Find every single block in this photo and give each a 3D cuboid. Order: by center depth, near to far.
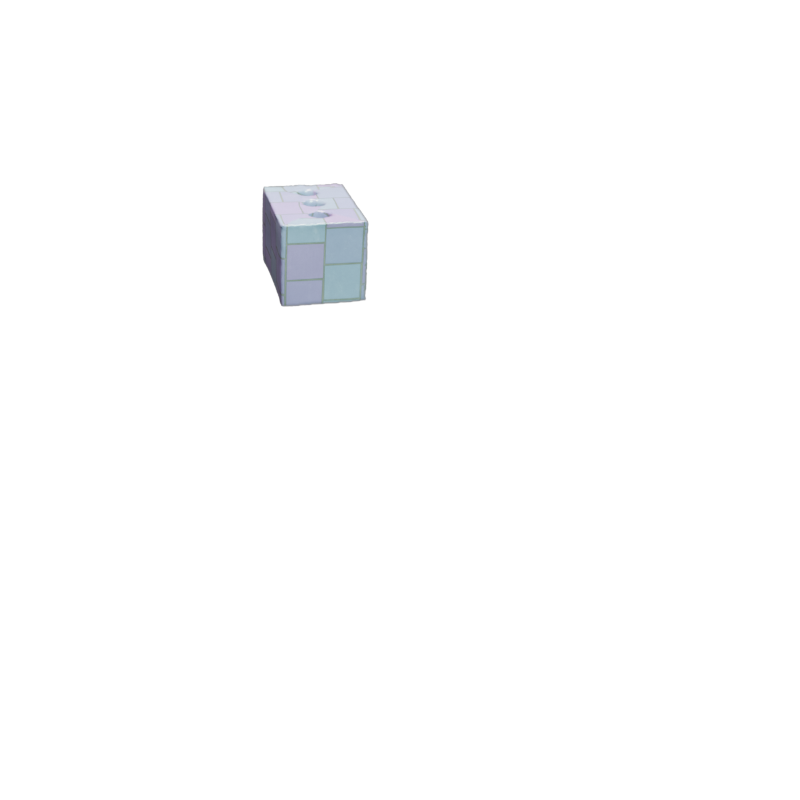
[{"bbox_3d":[-0.052,-0.096,0.670,0.052,0.049,0.083,-5,26,-13],"label":"block"}]
